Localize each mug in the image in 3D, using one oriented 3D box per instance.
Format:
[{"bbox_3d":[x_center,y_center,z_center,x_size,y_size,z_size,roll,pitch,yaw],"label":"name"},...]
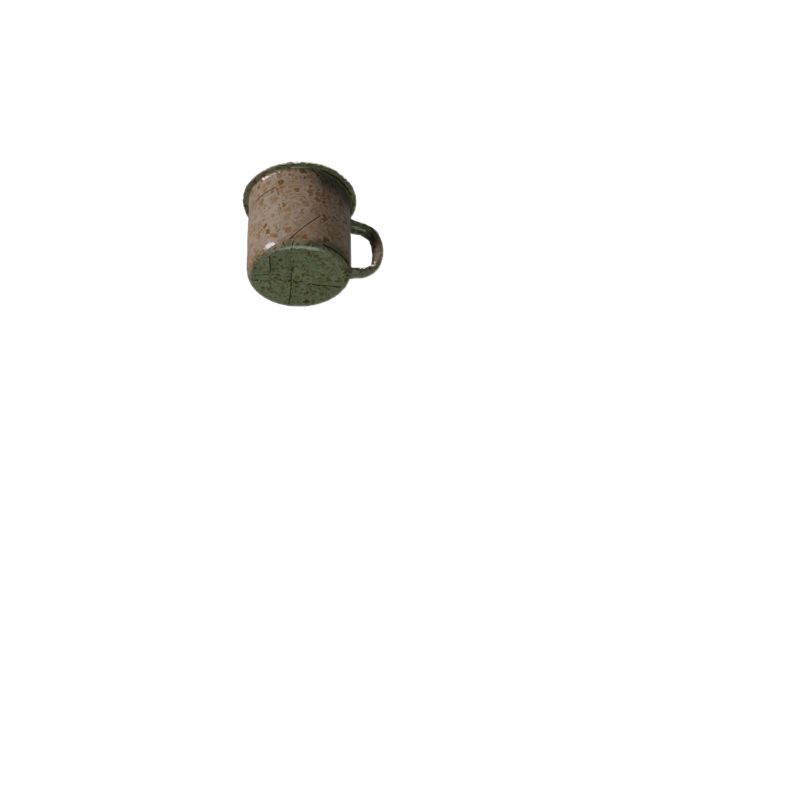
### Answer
[{"bbox_3d":[-0.069,-0.126,0.882,0.114,0.087,0.090,13,-39,-18],"label":"mug"}]
